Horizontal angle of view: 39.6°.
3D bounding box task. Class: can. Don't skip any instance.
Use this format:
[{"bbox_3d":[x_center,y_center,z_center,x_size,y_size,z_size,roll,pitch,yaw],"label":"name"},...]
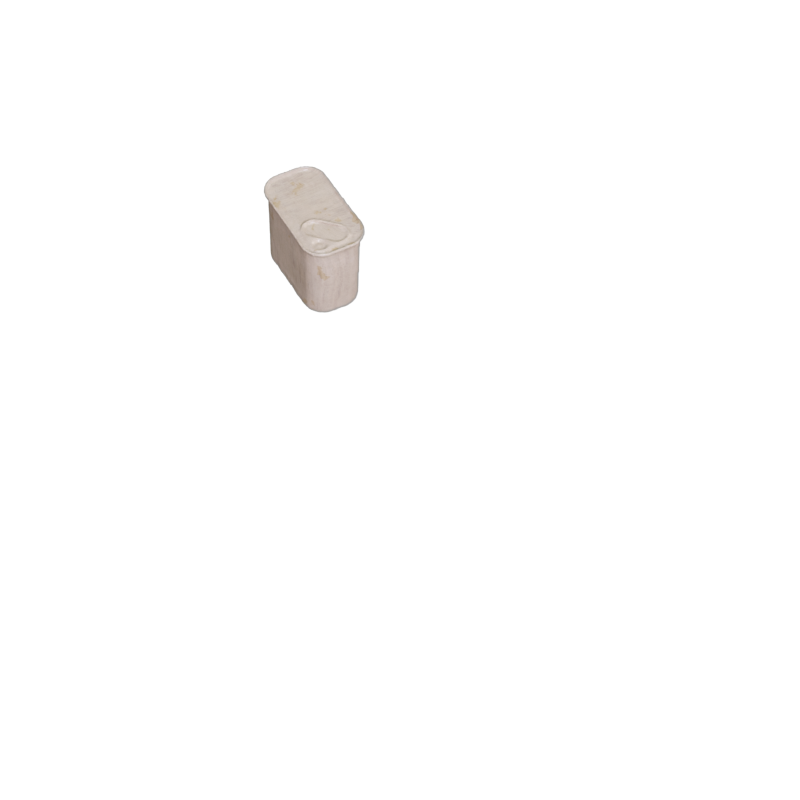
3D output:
[{"bbox_3d":[-0.075,-0.137,0.963,0.057,0.110,0.078,-23,-34,-19],"label":"can"}]
